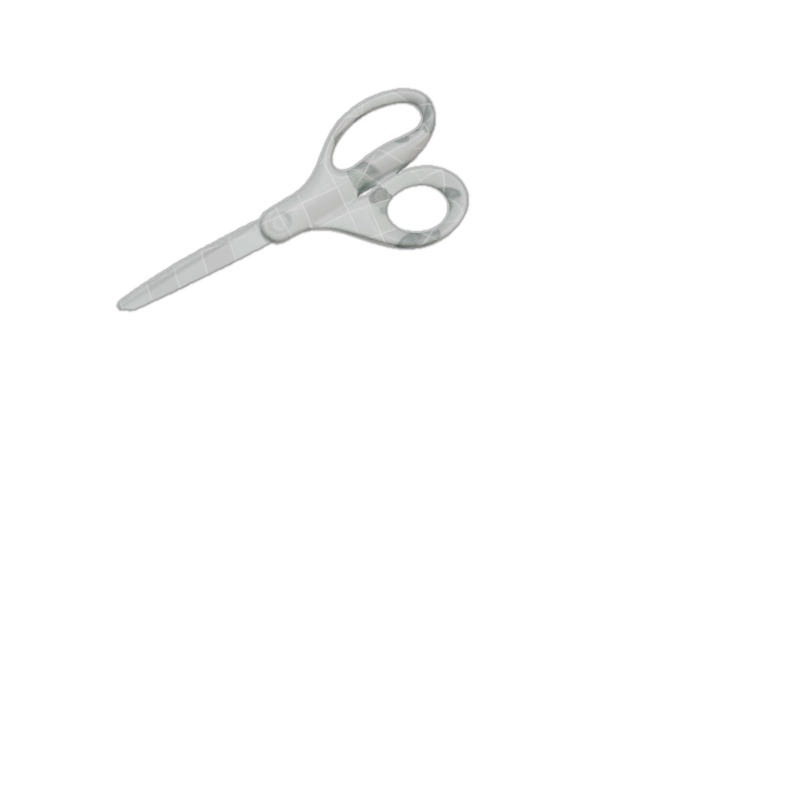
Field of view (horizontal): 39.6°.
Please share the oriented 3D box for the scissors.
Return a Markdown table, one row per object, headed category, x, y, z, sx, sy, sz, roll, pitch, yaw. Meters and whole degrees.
| category | x | y | z | sx | sy | sz | roll | pitch | yaw |
| --- | --- | --- | --- | --- | --- | --- | --- | --- | --- |
| scissors | -0.047 | -0.086 | 0.601 | 0.203 | 0.098 | 0.015 | -44 | -7 | -7 |
